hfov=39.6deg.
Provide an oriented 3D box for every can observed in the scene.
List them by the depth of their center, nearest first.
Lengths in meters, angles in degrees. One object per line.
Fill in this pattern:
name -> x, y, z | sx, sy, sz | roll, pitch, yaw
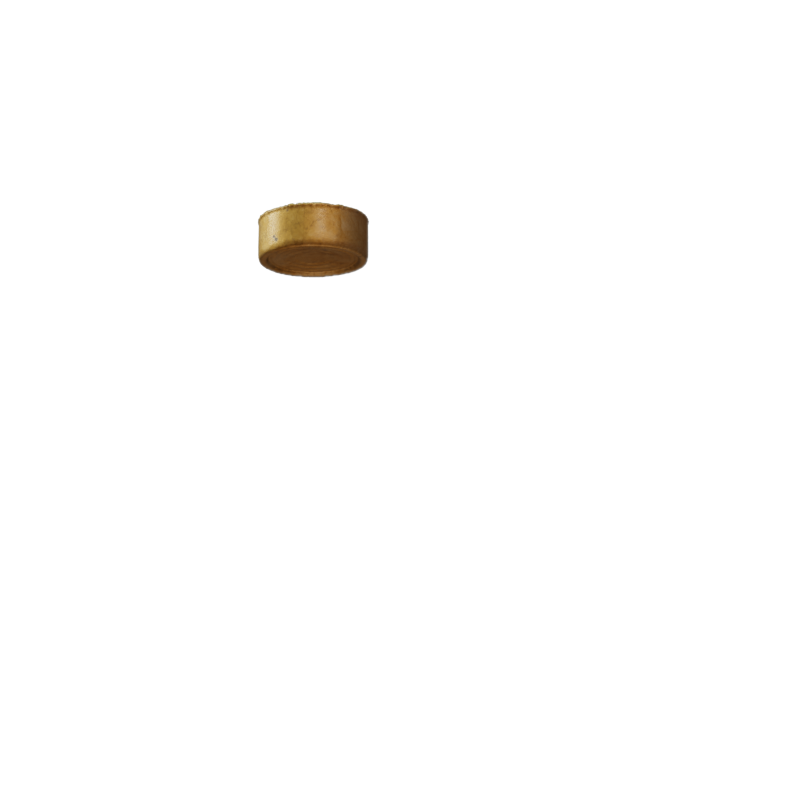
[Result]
can -> -0.067, -0.121, 0.850 | 0.086, 0.035, 0.083 | 0, -12, -2
